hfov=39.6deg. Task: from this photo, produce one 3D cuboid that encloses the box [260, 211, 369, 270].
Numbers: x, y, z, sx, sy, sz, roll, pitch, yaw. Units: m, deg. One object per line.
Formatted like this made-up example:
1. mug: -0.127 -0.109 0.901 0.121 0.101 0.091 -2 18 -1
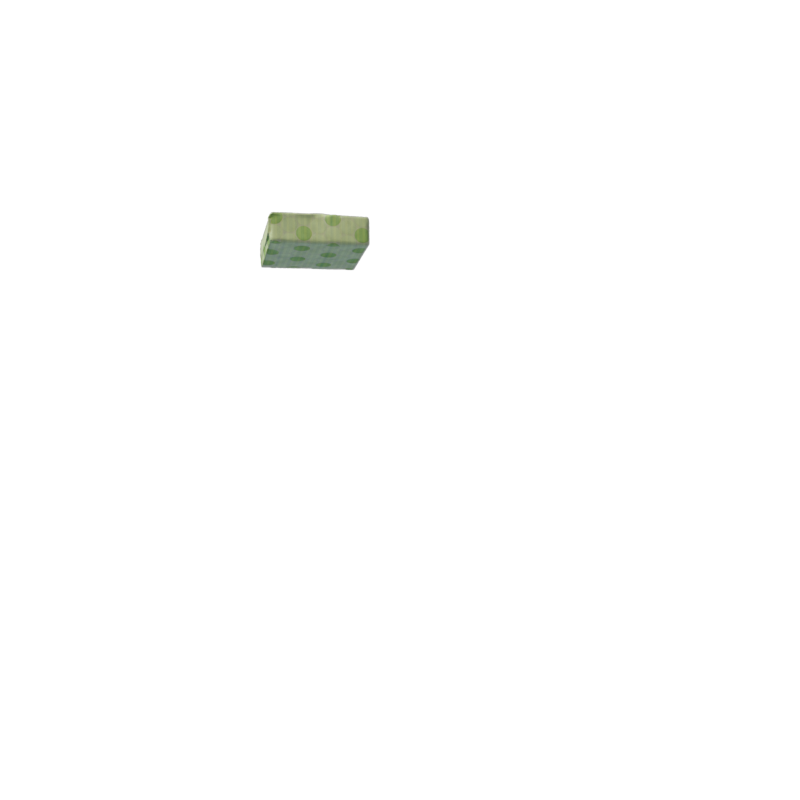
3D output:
1. box: -0.077 -0.140 0.984 0.088 0.031 0.071 2 -13 -10
